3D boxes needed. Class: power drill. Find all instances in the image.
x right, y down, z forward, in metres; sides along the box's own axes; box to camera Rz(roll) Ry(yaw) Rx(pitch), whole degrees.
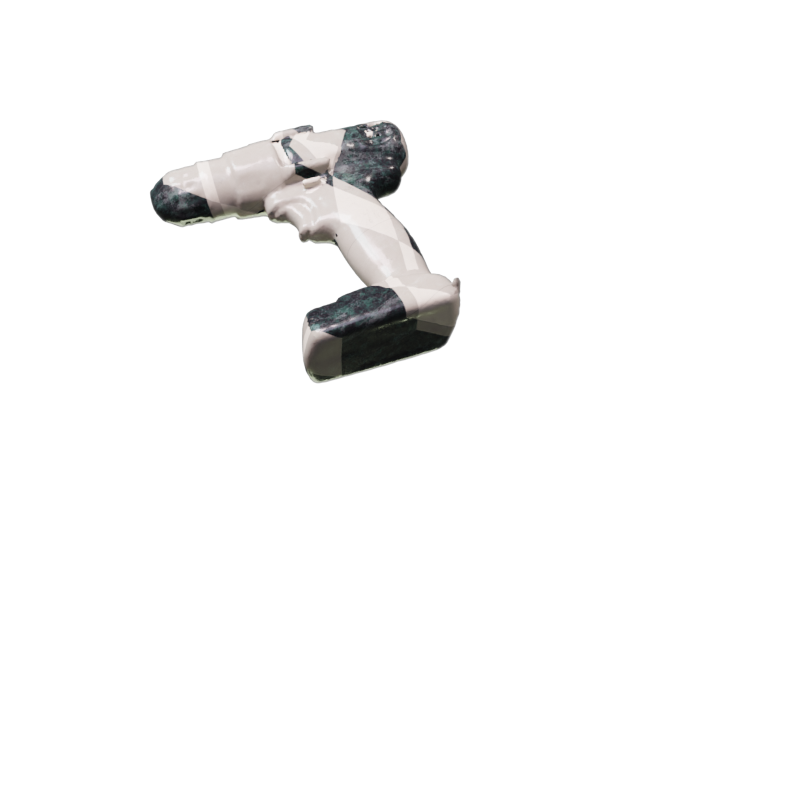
[{"bbox_3d":[-0.057,-0.105,0.733,0.183,0.203,0.053,-17,-35,-13],"label":"power drill"}]
